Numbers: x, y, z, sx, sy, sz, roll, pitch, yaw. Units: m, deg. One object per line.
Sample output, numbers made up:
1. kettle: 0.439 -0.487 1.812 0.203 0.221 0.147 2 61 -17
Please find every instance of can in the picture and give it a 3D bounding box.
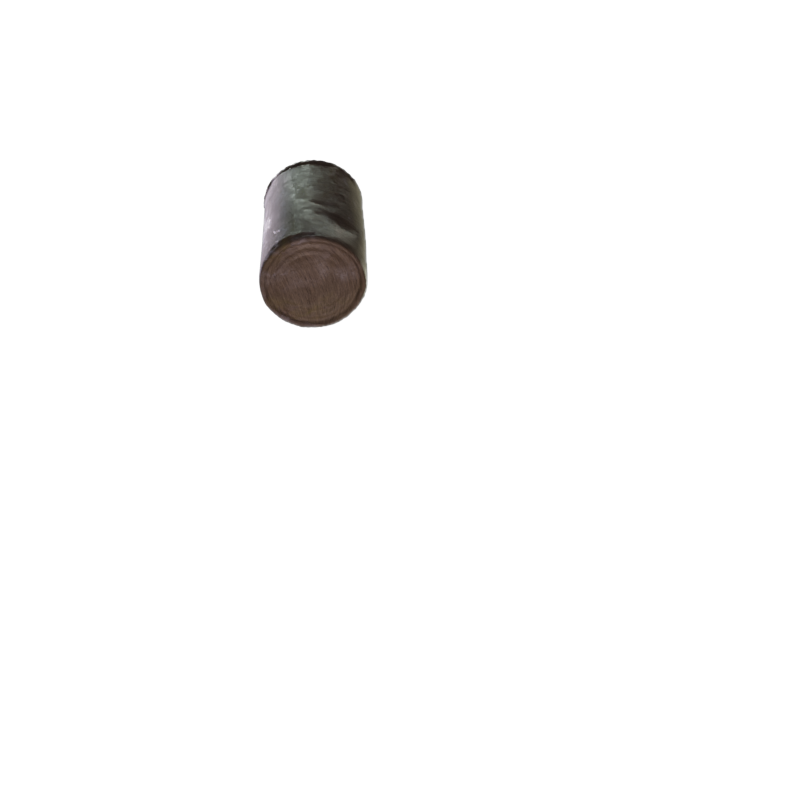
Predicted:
1. can: -0.056 -0.102 0.716 0.068 0.064 0.109 -1 36 -3
